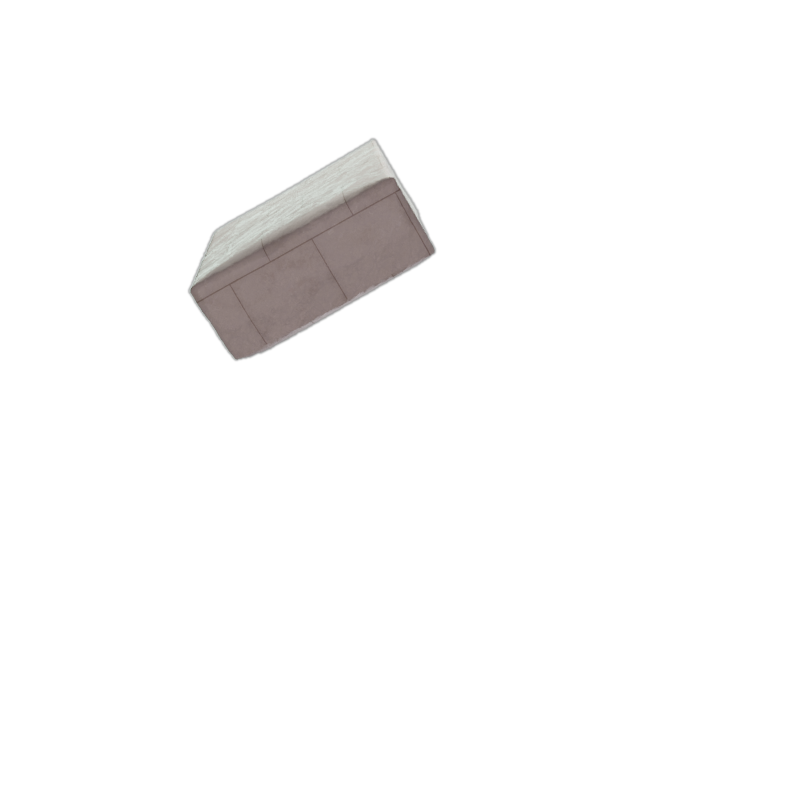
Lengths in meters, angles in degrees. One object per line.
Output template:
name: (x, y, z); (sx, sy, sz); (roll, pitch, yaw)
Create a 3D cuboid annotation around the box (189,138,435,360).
box: (-0.068, -0.123, 0.863); (0.164, 0.069, 0.222); (-29, 18, 6)
